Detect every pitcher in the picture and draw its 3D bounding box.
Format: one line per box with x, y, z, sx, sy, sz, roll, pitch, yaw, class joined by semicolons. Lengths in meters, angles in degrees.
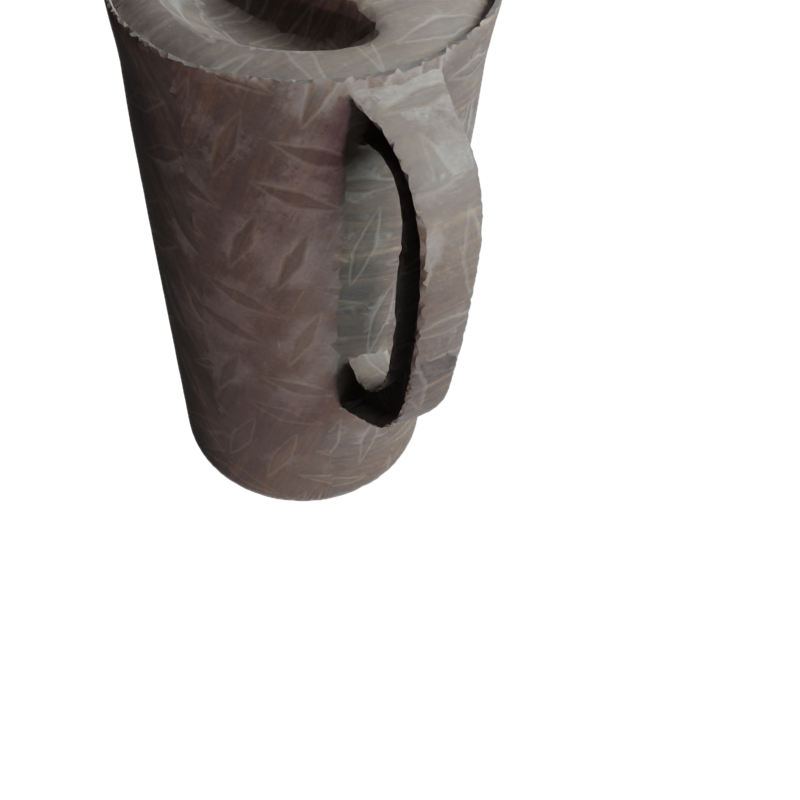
-0.034;-0.062;0.437;0.148;0.226;0.157;14;47;10;pitcher
